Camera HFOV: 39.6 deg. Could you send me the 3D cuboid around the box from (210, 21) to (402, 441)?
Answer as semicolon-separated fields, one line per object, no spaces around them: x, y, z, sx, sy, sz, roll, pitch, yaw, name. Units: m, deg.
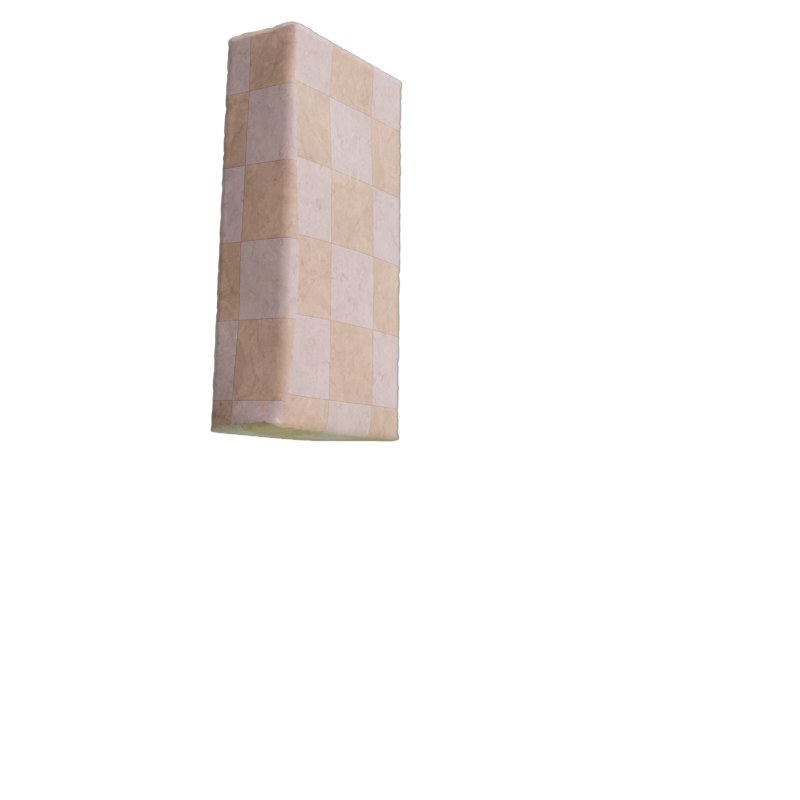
-0.040;-0.072;0.505;0.049;0.182;0.088;-9;-14;32;box
